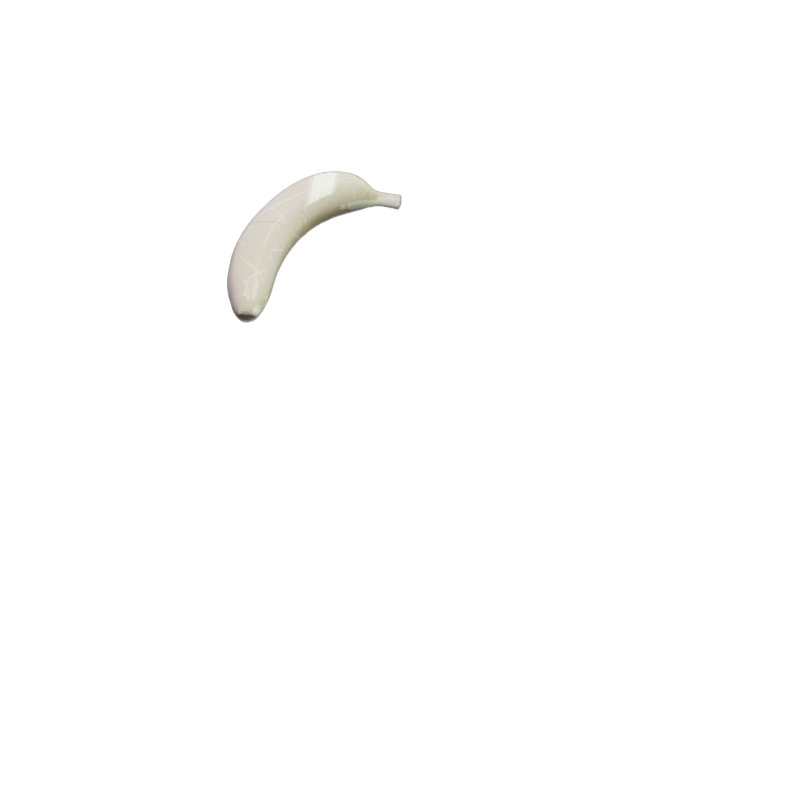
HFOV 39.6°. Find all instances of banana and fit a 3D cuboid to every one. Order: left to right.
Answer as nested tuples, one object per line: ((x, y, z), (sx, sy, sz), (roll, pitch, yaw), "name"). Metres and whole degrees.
((-0.078, -0.128, 0.835), (0.073, 0.034, 0.201), (23, 46, 24), "banana")
